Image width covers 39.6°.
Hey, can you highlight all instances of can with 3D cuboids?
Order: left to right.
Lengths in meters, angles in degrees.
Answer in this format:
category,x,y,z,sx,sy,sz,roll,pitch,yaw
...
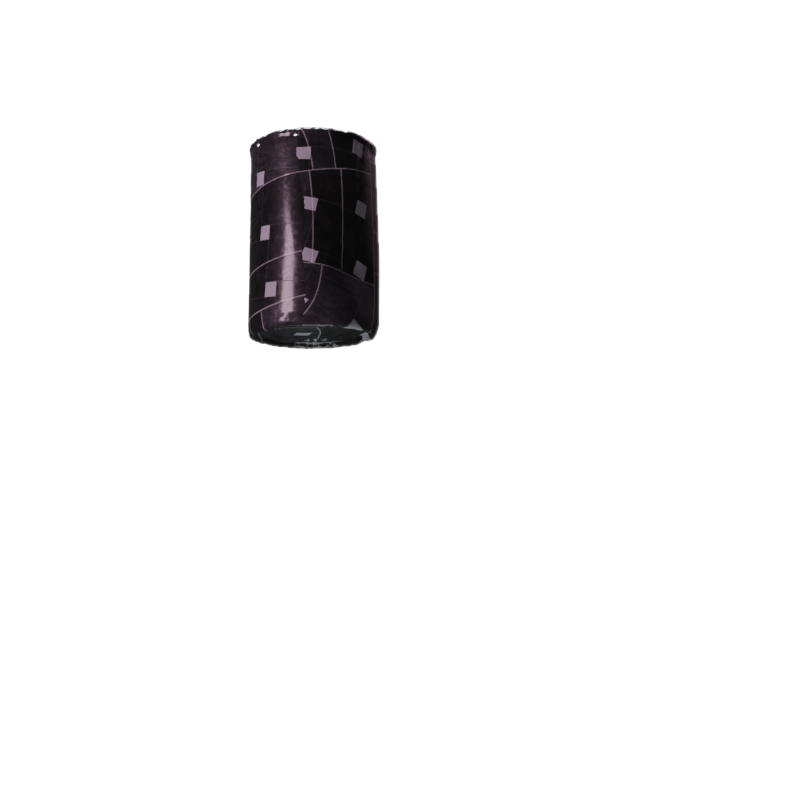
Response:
category,x,y,z,sx,sy,sz,roll,pitch,yaw
can,-0.045,-0.083,0.579,0.068,0.106,0.066,0,-13,-2
